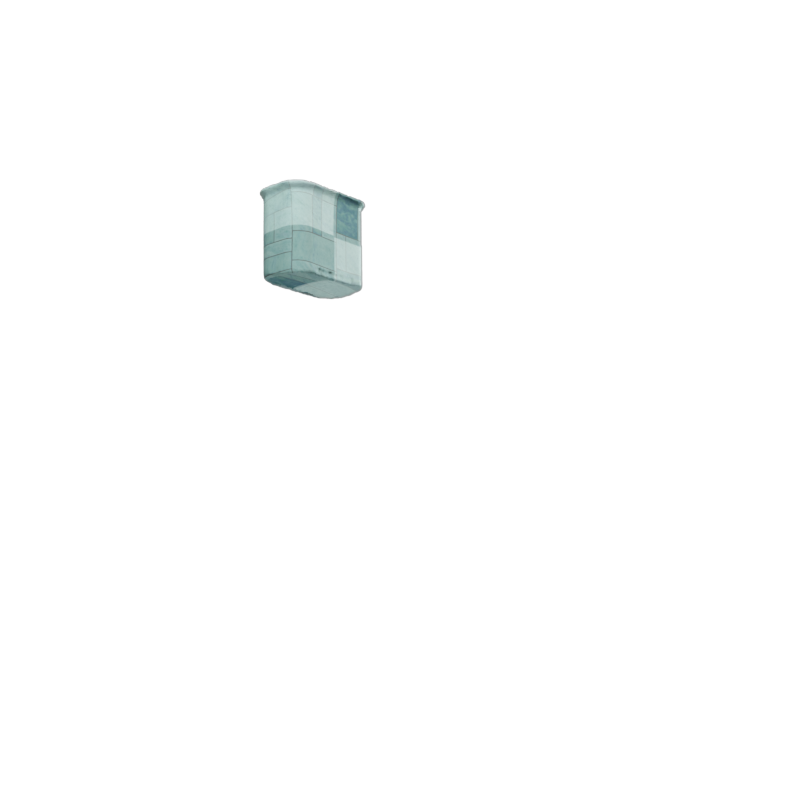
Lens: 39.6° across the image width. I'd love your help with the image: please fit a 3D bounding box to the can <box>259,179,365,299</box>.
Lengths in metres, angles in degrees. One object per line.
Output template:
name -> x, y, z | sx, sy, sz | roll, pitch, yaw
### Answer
can -> -0.078, -0.142, 0.995 | 0.059, 0.087, 0.096 | -13, -18, 39
